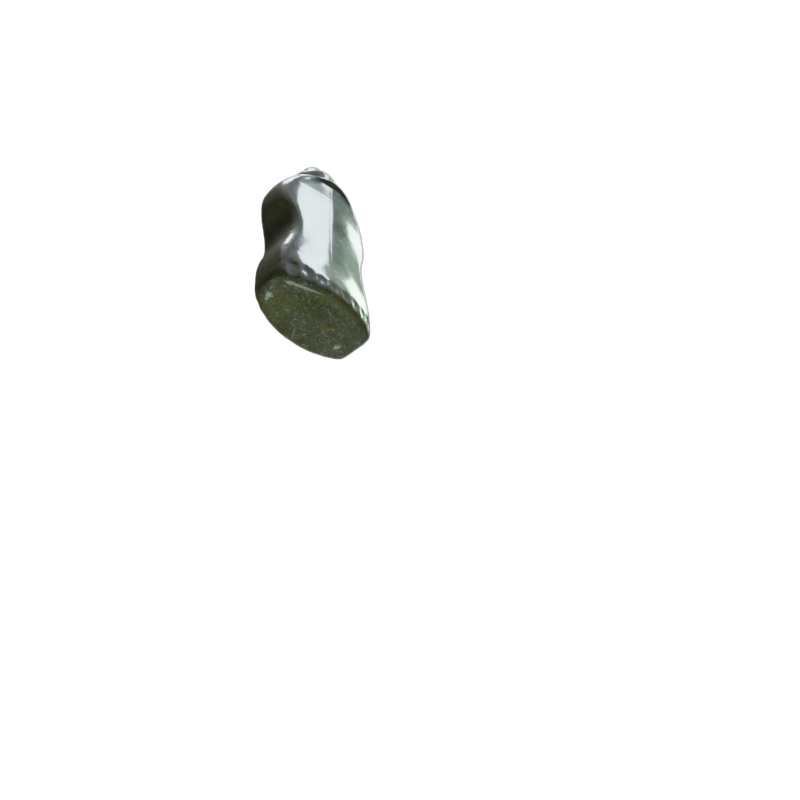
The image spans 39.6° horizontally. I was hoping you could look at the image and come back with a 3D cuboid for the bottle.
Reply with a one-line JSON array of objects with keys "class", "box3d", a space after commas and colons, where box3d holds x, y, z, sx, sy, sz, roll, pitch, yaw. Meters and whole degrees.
[{"class": "bottle", "box3d": [-0.070, -0.127, 0.889, 0.090, 0.206, 0.058, 34, -58, -30]}]
